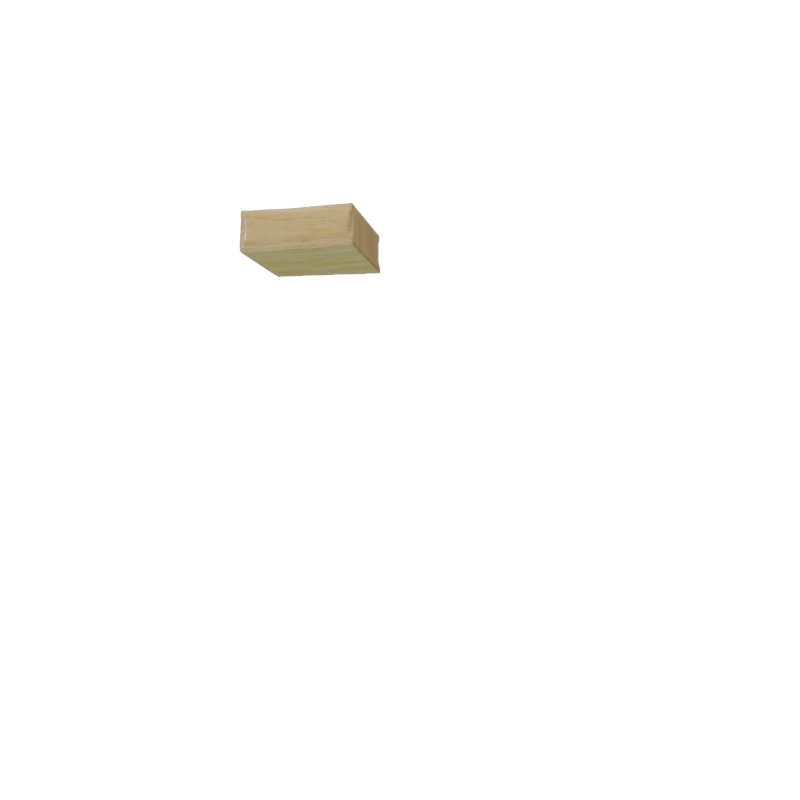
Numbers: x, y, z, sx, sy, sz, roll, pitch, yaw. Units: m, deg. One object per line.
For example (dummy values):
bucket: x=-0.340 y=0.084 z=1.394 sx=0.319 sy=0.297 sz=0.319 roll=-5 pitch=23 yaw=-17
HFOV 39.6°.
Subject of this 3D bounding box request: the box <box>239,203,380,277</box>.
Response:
box: x=-0.057 y=-0.103 z=0.724 sx=0.074 sy=0.031 sz=0.086 roll=-1 pitch=-6 yaw=12
